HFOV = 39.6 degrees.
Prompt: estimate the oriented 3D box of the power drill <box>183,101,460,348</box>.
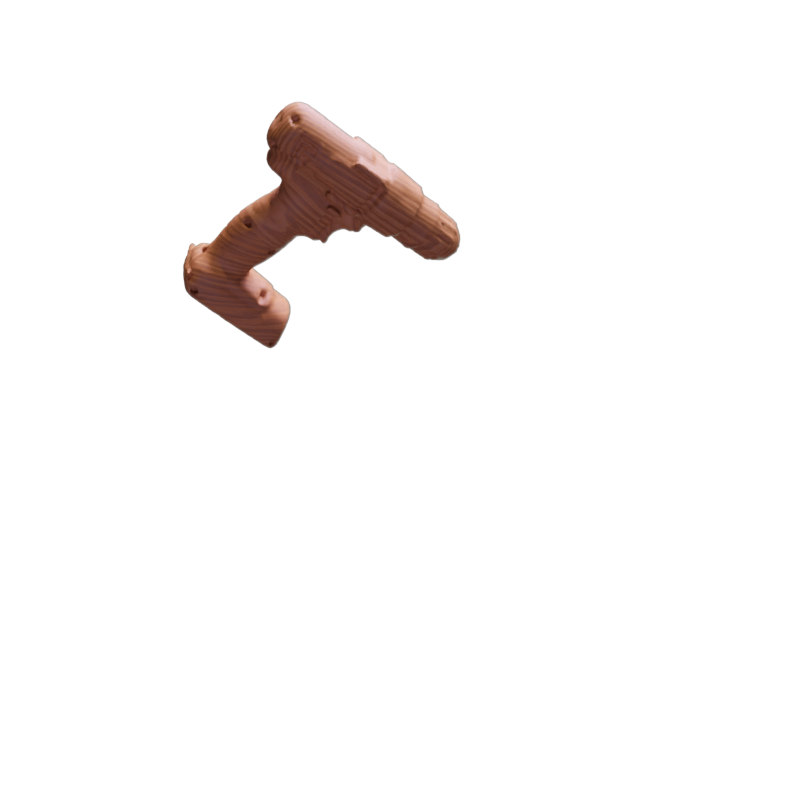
[{"bbox_3d":[-0.070,-0.128,0.896,0.176,0.185,0.061,37,25,-21],"label":"power drill"}]
